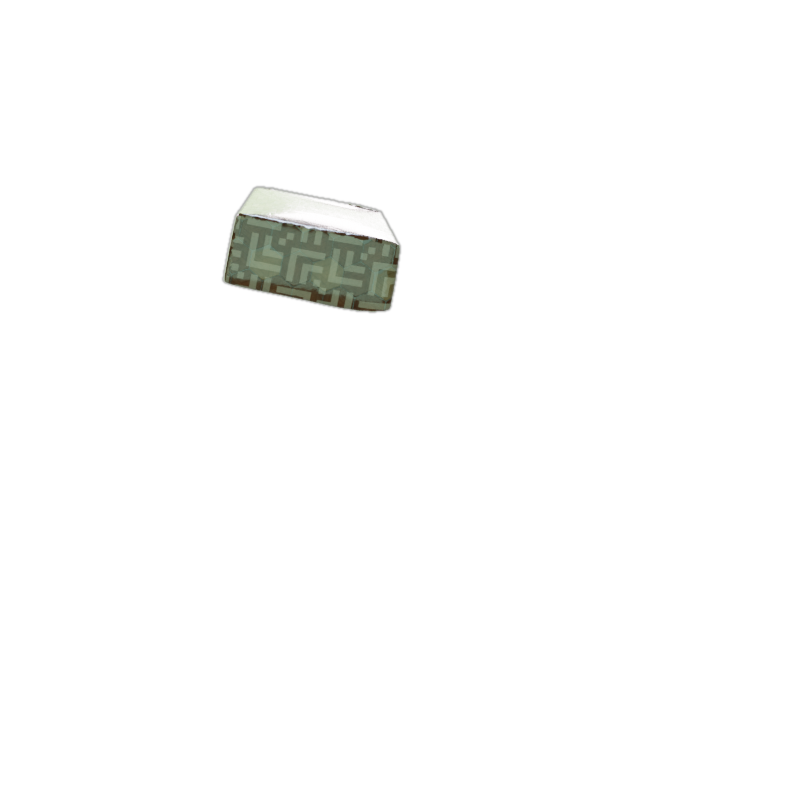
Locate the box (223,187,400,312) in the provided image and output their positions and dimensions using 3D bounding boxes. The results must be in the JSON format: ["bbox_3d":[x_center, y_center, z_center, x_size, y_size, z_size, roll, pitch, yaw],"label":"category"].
[{"bbox_3d":[-0.053,-0.098,0.681,0.093,0.047,0.182,10,16,-6],"label":"box"}]
